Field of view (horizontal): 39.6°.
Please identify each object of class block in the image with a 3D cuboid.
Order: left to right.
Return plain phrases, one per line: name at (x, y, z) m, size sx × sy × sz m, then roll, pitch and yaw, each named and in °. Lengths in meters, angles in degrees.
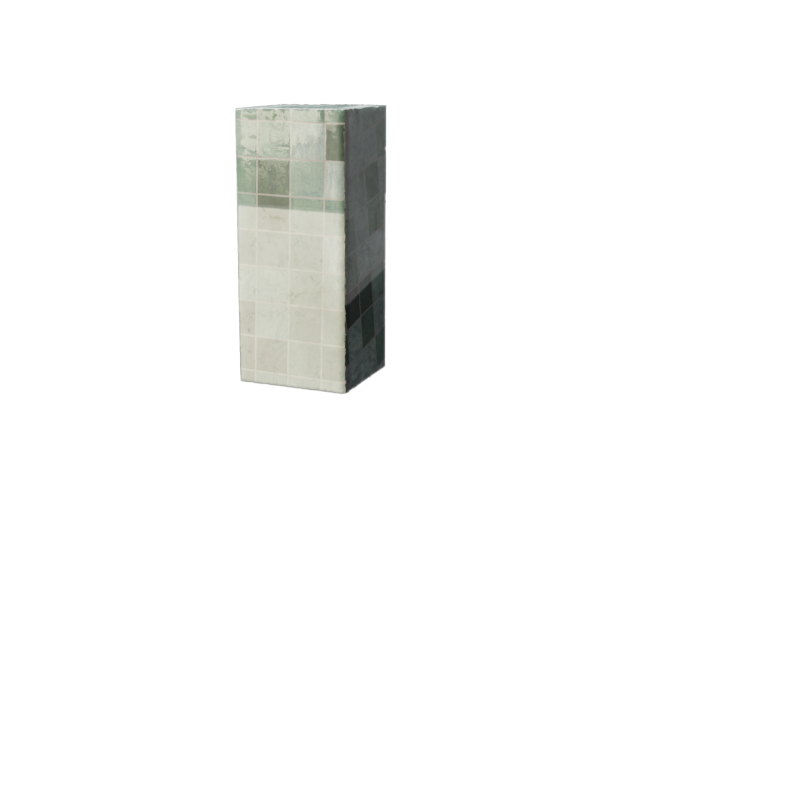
block at (-0.067, -0.120, 0.844) m, size 0.093 × 0.201 × 0.090 m, roll 5°, pitch 11°, yaw 21°
